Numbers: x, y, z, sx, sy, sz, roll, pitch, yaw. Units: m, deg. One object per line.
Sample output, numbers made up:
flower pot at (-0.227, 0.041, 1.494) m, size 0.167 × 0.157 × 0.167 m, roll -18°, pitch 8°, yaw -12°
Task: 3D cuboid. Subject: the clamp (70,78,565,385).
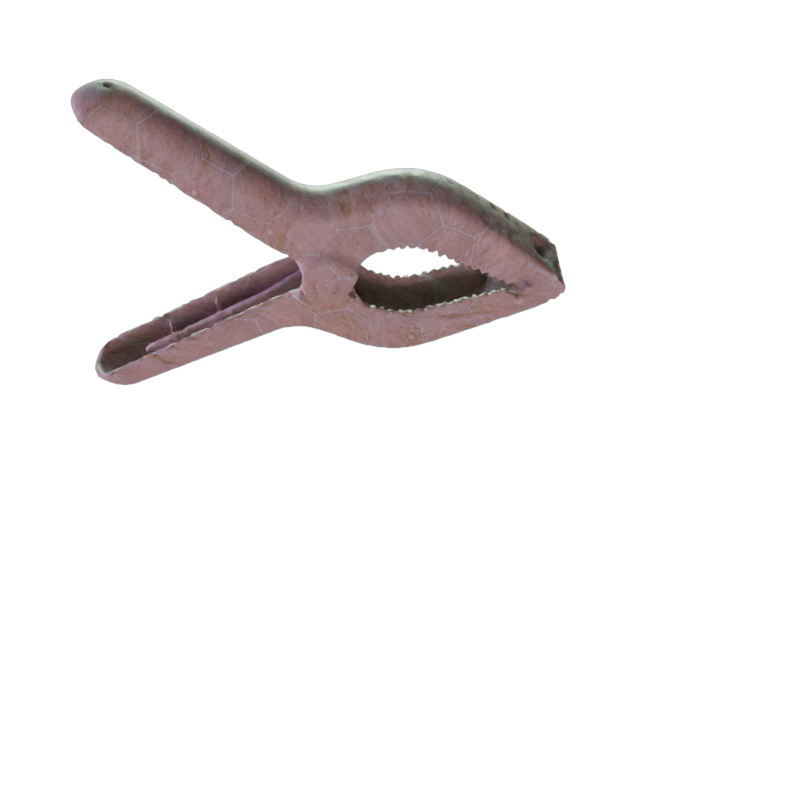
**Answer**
clamp at (-0.036, -0.066, 0.463) m, size 0.210 × 0.039 × 0.153 m, roll -1°, pitch -41°, yaw 1°
